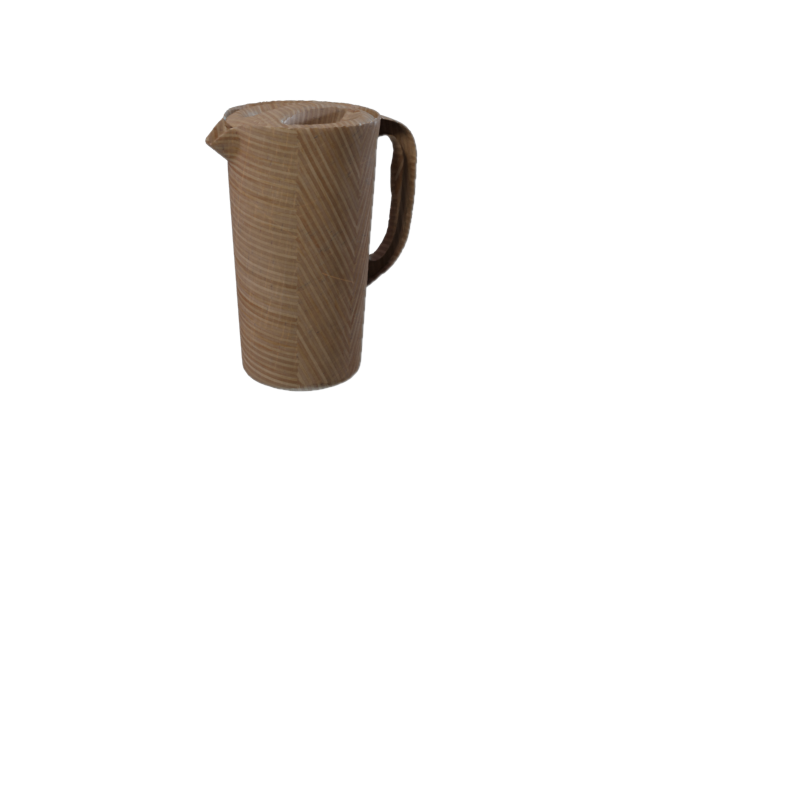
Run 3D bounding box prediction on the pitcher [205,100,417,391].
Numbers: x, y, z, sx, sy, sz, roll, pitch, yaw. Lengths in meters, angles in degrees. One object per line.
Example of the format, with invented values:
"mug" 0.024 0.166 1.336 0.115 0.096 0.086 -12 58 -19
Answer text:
"pitcher" -0.076 -0.139 0.971 0.154 0.233 0.147 8 21 19
